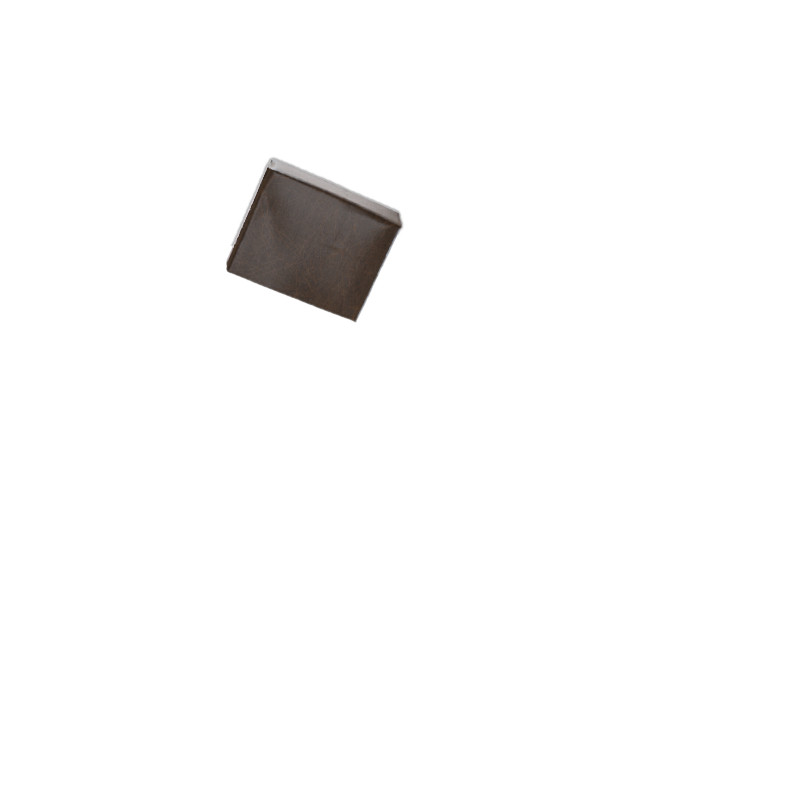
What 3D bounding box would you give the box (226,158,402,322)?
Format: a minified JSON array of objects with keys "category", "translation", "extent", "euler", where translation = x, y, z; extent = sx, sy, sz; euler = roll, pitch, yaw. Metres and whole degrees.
[{"category":"box","translation":[-0.067,-0.122,0.856],"extent":[0.112,0.088,0.041],"euler":[23,17,-8]}]
